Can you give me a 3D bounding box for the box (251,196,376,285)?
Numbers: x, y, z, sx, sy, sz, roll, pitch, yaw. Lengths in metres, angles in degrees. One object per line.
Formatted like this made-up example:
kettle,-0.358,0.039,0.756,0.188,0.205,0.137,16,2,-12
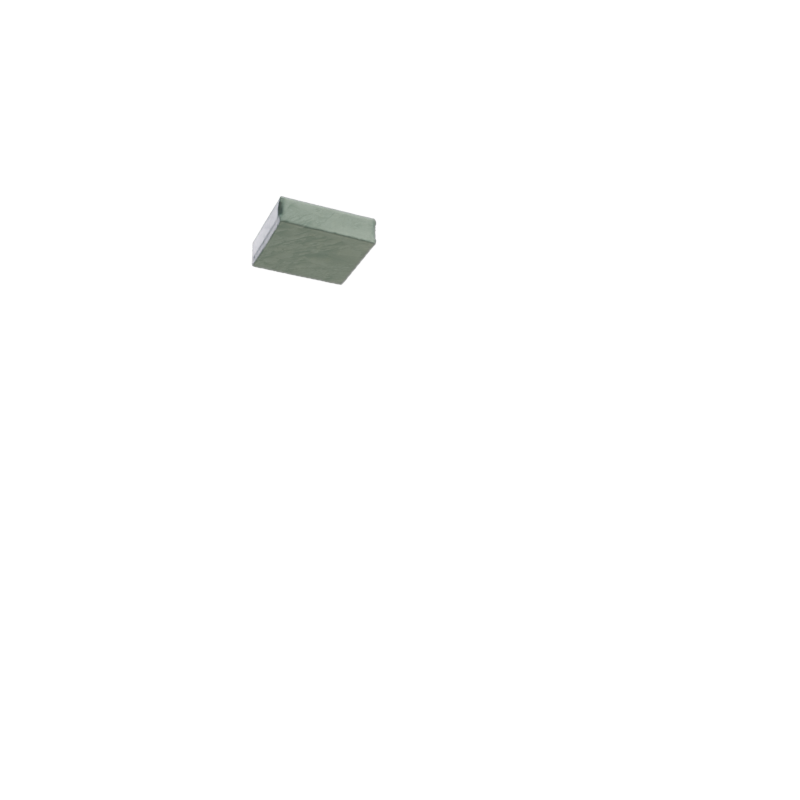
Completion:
box,-0.075,-0.136,0.954,0.086,0.032,0.071,11,-31,-20
